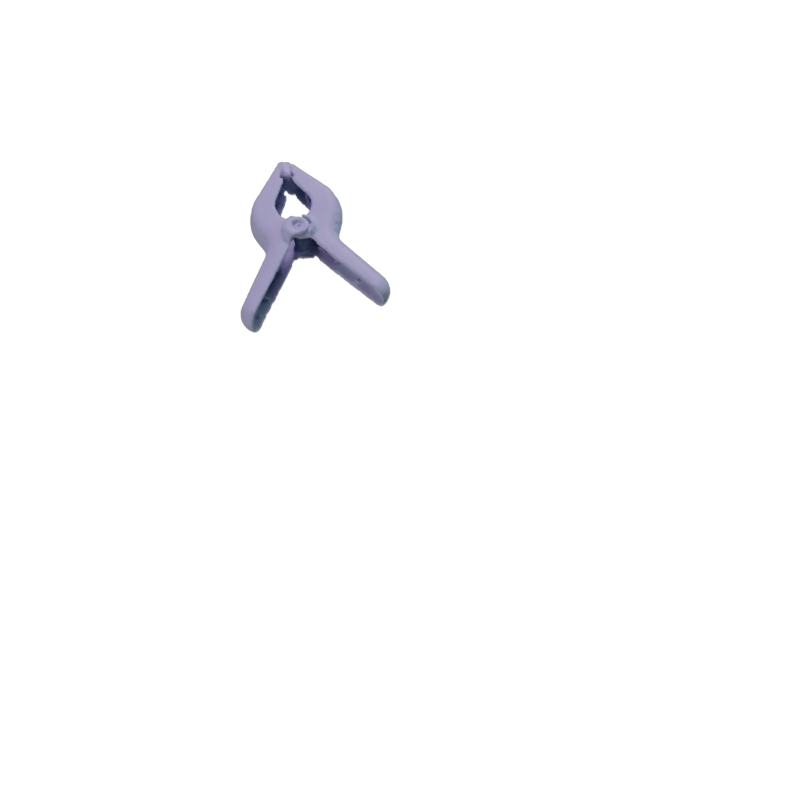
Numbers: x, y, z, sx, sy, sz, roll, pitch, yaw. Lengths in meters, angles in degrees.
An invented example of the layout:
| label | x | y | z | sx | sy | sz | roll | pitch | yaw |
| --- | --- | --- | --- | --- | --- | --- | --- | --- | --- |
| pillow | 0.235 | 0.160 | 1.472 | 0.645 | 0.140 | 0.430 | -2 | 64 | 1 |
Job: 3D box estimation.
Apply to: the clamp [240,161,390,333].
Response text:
| label | x | y | z | sx | sy | sz | roll | pitch | yaw |
| --- | --- | --- | --- | --- | --- | --- | --- | --- | --- |
| clamp | -0.073 | -0.133 | 0.930 | 0.120 | 0.184 | 0.037 | -3 | -35 | -2 |
